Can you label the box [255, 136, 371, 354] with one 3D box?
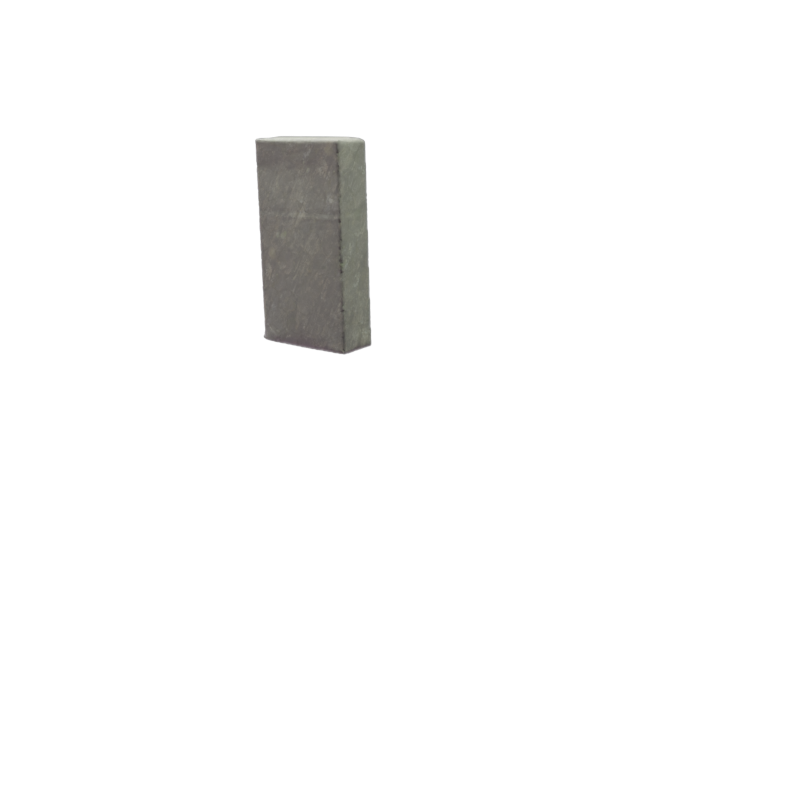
[{"bbox_3d":[-0.073,-0.133,0.932,0.098,0.173,0.047,7,10,38],"label":"box"}]
